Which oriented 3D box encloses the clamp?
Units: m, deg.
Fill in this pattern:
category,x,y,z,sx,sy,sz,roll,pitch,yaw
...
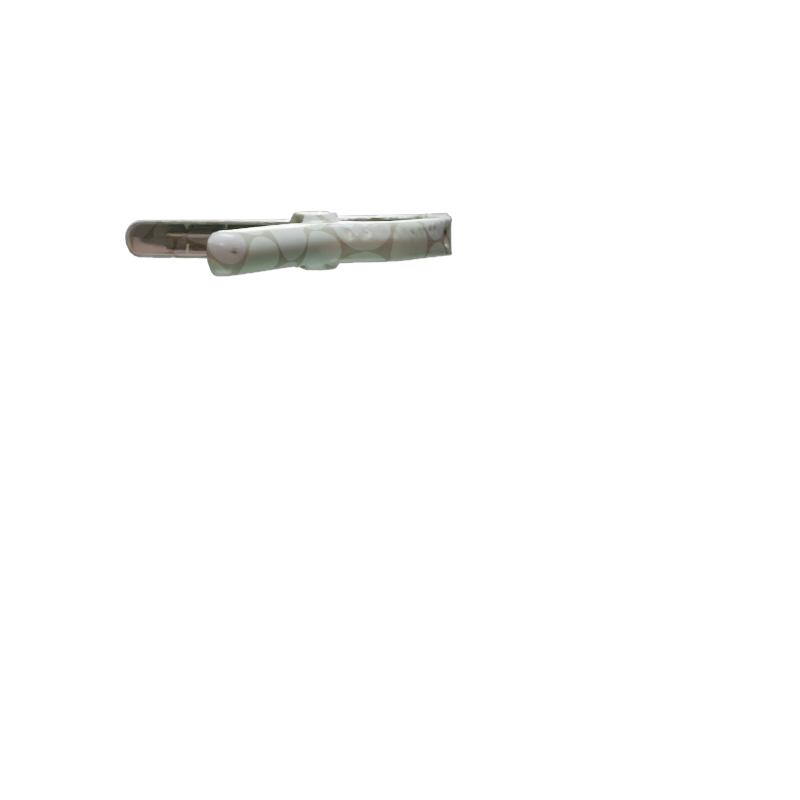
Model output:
category,x,y,z,sx,sy,sz,roll,pitch,yaw
clamp,-0.054,-0.099,0.692,0.205,0.036,0.172,-5,14,-20
